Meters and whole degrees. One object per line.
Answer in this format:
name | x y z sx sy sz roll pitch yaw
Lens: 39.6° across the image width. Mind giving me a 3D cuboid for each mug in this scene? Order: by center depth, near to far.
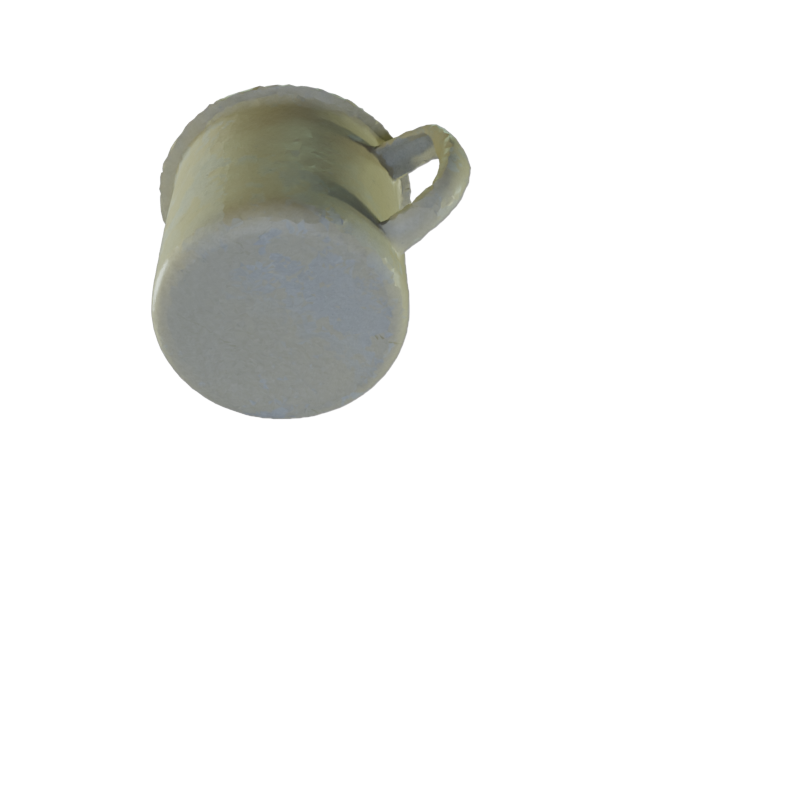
mug | -0.029 -0.053 0.373 0.117 0.087 0.087 -25 32 15
